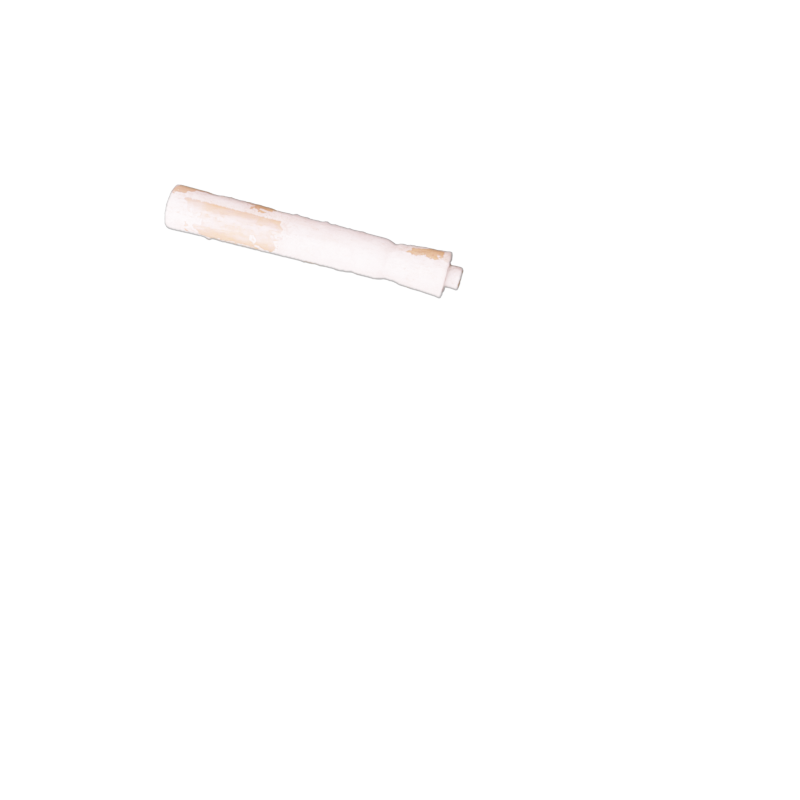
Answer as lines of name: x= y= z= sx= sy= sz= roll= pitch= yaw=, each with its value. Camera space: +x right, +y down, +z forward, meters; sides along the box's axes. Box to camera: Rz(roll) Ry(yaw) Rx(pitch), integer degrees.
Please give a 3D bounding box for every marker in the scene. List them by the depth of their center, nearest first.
marker: x=-0.035 y=-0.063 z=0.444 sx=0.123 sy=0.020 sz=0.020 roll=15 pitch=6 yaw=9
